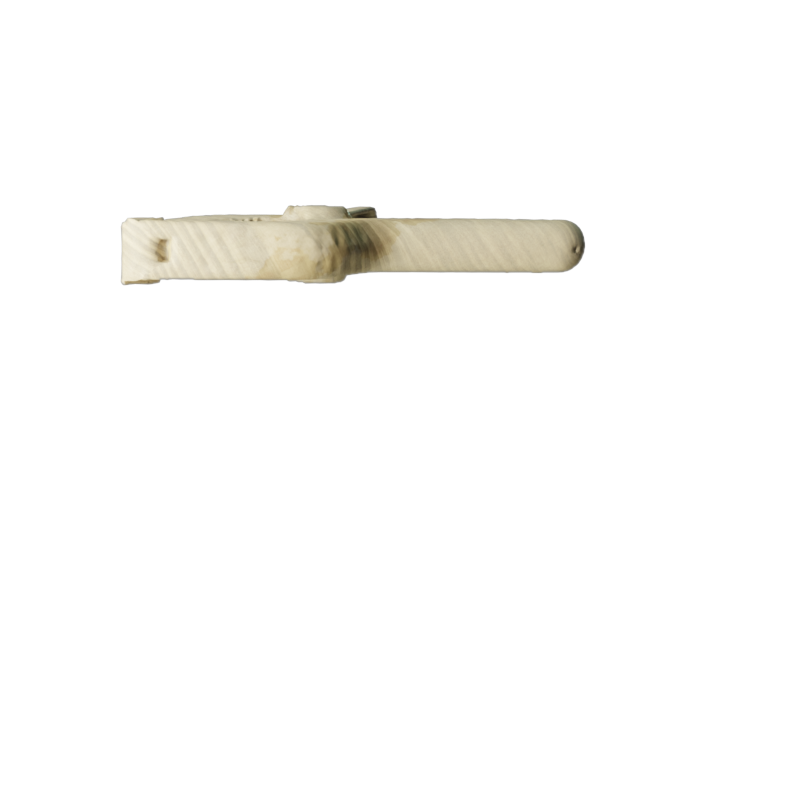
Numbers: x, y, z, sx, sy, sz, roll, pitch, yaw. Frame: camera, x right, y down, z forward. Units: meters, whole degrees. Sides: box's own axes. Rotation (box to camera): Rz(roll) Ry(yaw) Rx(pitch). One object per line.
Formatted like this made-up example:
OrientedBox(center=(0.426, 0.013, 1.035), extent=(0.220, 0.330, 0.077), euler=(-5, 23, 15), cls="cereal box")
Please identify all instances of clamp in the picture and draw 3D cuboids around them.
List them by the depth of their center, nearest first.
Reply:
OrientedBox(center=(-0.042, -0.077, 0.537), extent=(0.204, 0.036, 0.172), euler=(-7, 13, -31), cls="clamp")
